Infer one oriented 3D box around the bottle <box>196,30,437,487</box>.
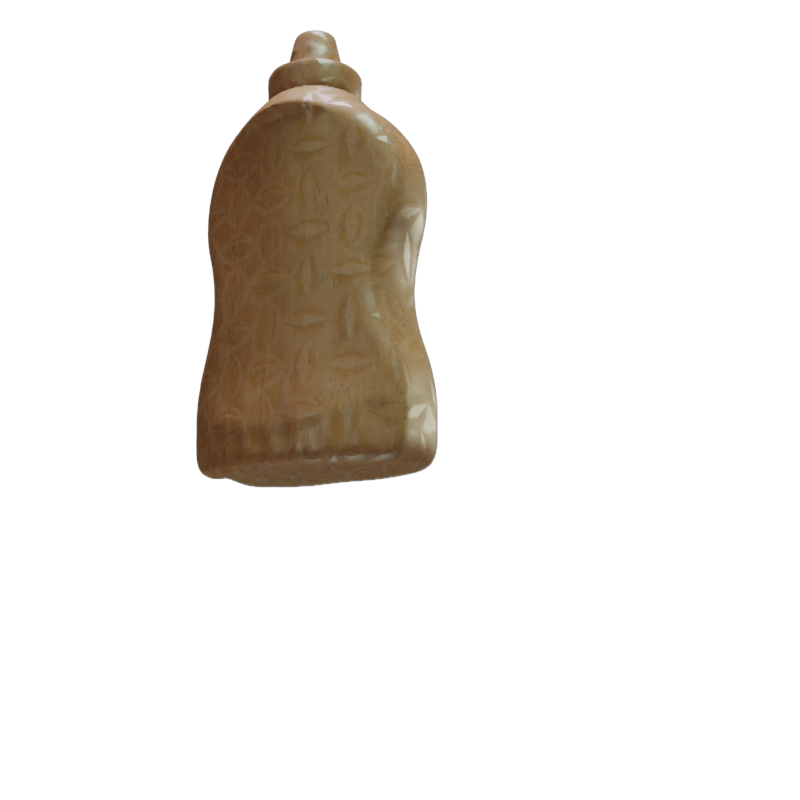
[{"bbox_3d":[-0.036,-0.065,0.457,0.098,0.200,0.055,-13,-22,31],"label":"bottle"}]
